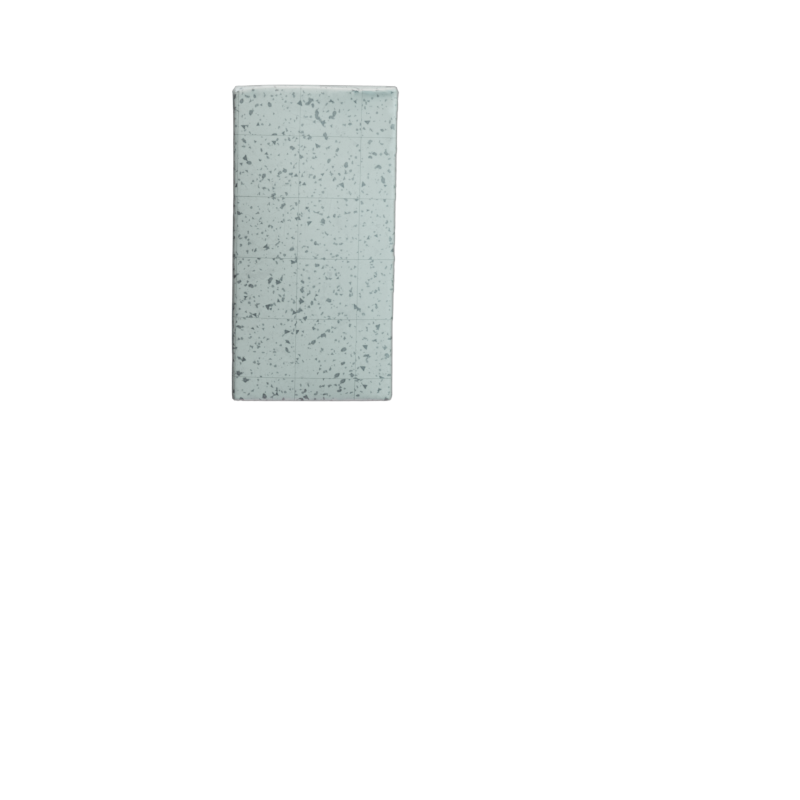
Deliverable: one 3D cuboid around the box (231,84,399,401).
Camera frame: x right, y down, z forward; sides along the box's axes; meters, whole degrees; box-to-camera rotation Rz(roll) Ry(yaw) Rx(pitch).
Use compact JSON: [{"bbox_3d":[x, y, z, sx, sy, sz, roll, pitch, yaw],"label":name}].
[{"bbox_3d":[-0.049,-0.090,0.628,0.093,0.172,0.049,0,10,-3],"label":"box"}]
